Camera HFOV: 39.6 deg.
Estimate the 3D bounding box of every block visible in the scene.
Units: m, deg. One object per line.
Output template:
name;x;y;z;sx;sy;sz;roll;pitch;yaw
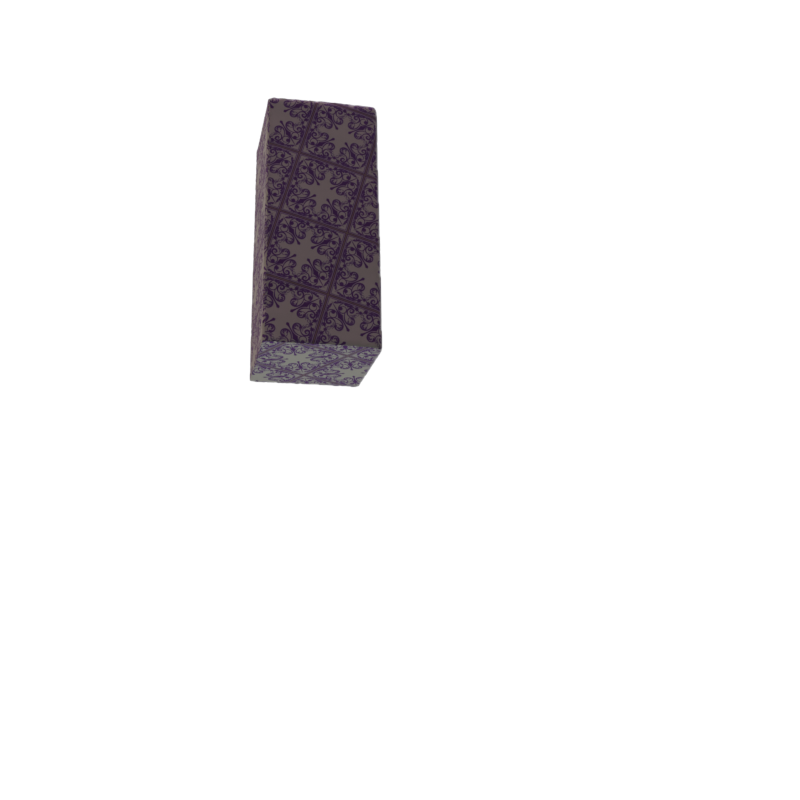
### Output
block;-0.068;-0.125;0.875;0.089;0.218;0.087;3;-24;-11
